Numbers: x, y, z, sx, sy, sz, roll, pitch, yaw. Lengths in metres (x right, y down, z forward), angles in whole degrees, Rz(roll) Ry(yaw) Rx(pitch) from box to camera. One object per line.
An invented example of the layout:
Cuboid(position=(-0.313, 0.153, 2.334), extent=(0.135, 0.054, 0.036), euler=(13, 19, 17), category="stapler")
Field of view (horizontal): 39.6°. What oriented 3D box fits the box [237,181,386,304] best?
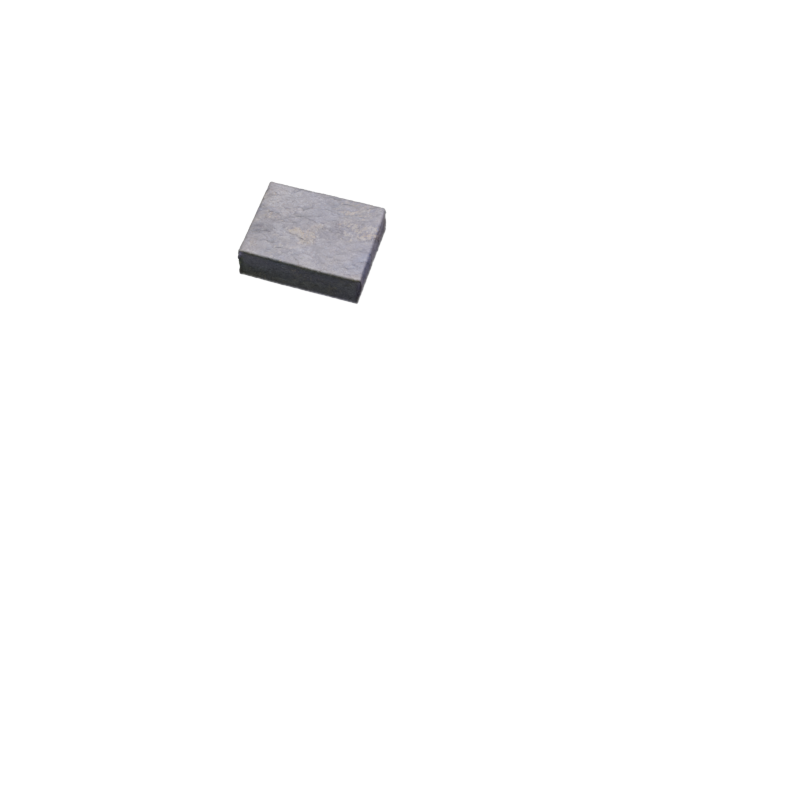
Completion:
Cuboid(position=(-0.077, -0.141, 0.986), extent=(0.116, 0.095, 0.036), euler=(12, -39, 10), category="box")
